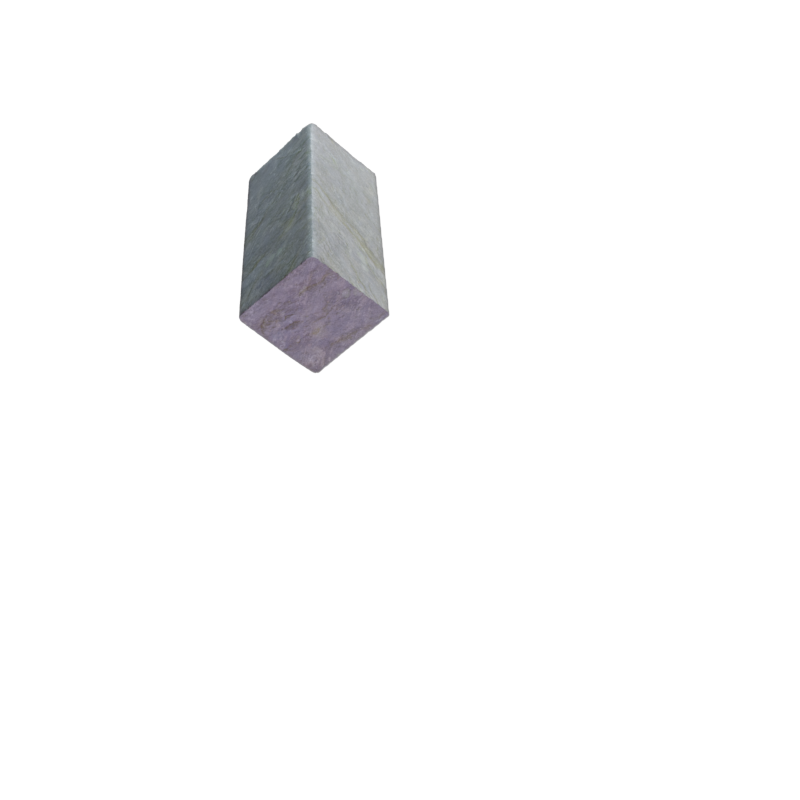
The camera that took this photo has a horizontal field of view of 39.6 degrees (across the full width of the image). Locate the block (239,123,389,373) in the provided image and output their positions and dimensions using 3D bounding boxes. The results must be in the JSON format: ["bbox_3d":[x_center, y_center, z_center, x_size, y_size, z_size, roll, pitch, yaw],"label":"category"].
[{"bbox_3d":[-0.076,-0.138,0.967,0.085,0.221,0.090,36,-60,-29],"label":"block"}]
